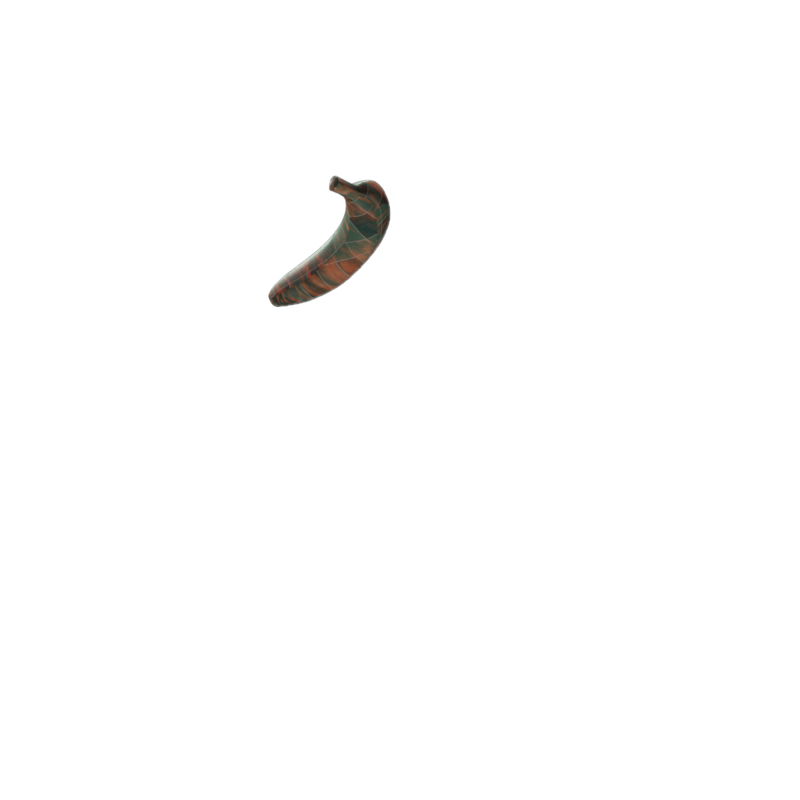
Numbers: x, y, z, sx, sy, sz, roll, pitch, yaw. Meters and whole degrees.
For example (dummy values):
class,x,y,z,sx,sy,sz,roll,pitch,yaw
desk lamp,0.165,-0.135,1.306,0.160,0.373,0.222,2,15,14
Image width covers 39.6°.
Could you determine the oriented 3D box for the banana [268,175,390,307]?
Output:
class,x,y,z,sx,sy,sz,roll,pitch,yaw
banana,-0.053,-0.130,0.919,0.068,0.039,0.191,9,-29,-18
